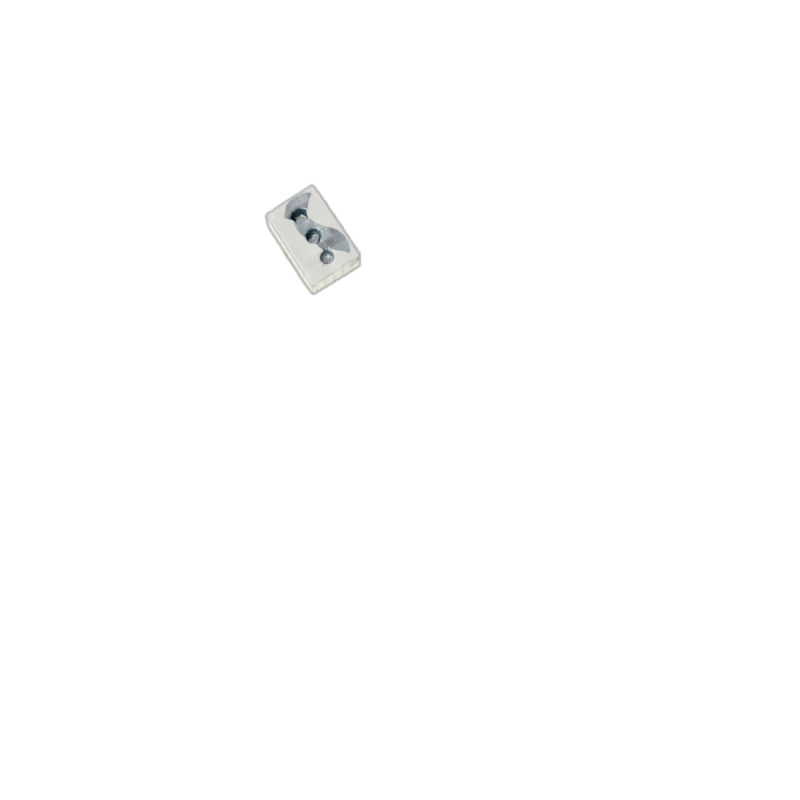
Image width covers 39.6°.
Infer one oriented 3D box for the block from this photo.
[{"bbox_3d":[-0.078,-0.142,0.993,0.053,0.080,0.050,-34,-7,-6],"label":"block"}]
